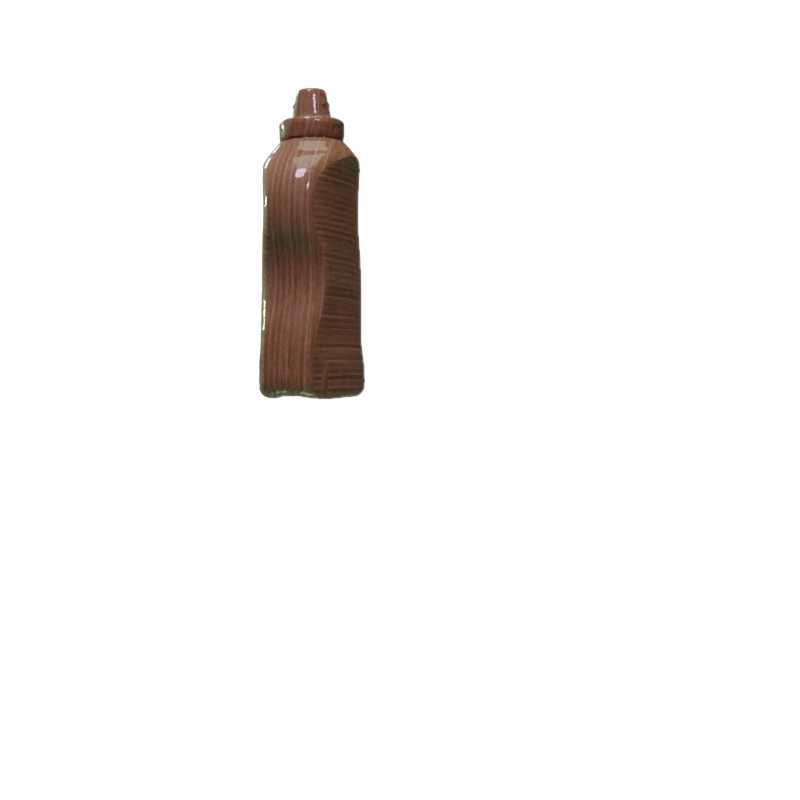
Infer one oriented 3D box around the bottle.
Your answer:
[{"bbox_3d":[-0.054,-0.098,0.689,0.060,0.194,0.093,-2,-5,19],"label":"bottle"}]
